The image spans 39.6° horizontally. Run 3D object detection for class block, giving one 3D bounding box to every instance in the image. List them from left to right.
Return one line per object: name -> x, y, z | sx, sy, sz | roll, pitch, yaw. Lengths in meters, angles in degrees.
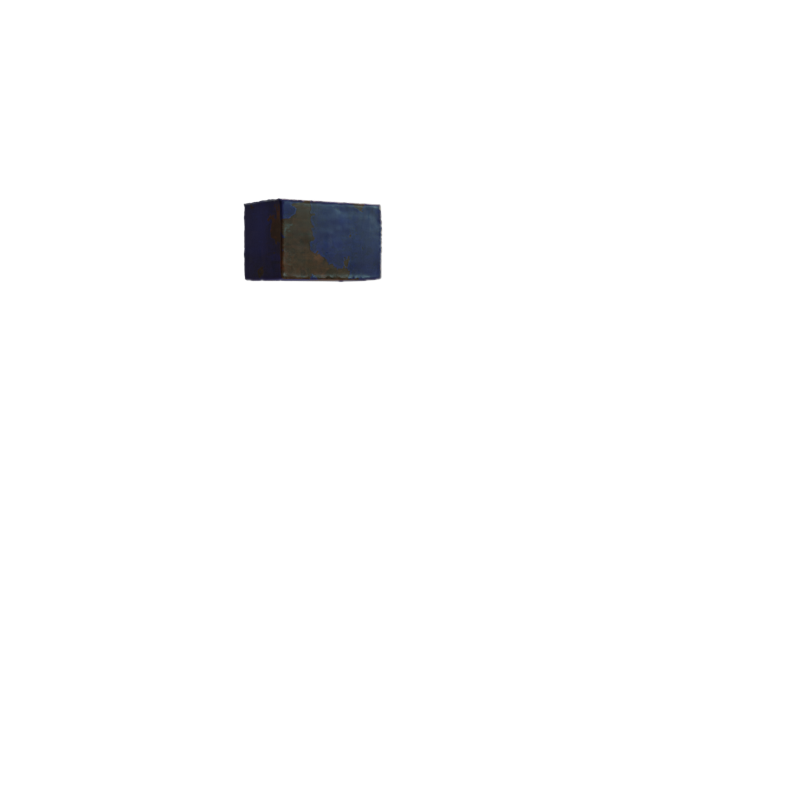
block -> -0.057, -0.104, 0.727 | 0.075, 0.051, 0.054 | -1, 1, -33
